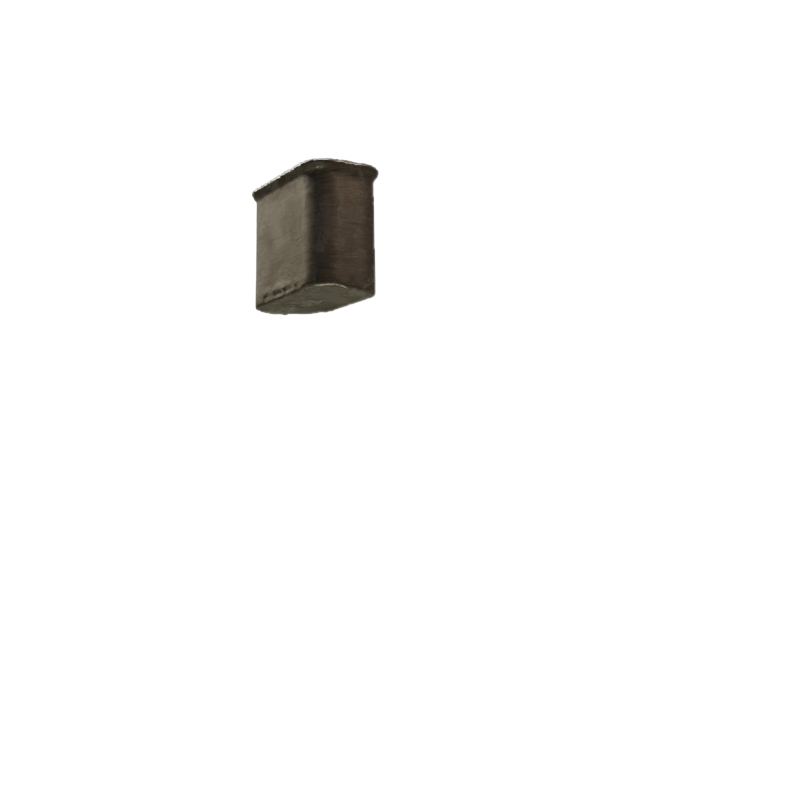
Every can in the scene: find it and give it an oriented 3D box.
[{"bbox_3d":[-0.058,-0.106,0.740,0.055,0.086,0.103,7,-13,-32],"label":"can"}]
